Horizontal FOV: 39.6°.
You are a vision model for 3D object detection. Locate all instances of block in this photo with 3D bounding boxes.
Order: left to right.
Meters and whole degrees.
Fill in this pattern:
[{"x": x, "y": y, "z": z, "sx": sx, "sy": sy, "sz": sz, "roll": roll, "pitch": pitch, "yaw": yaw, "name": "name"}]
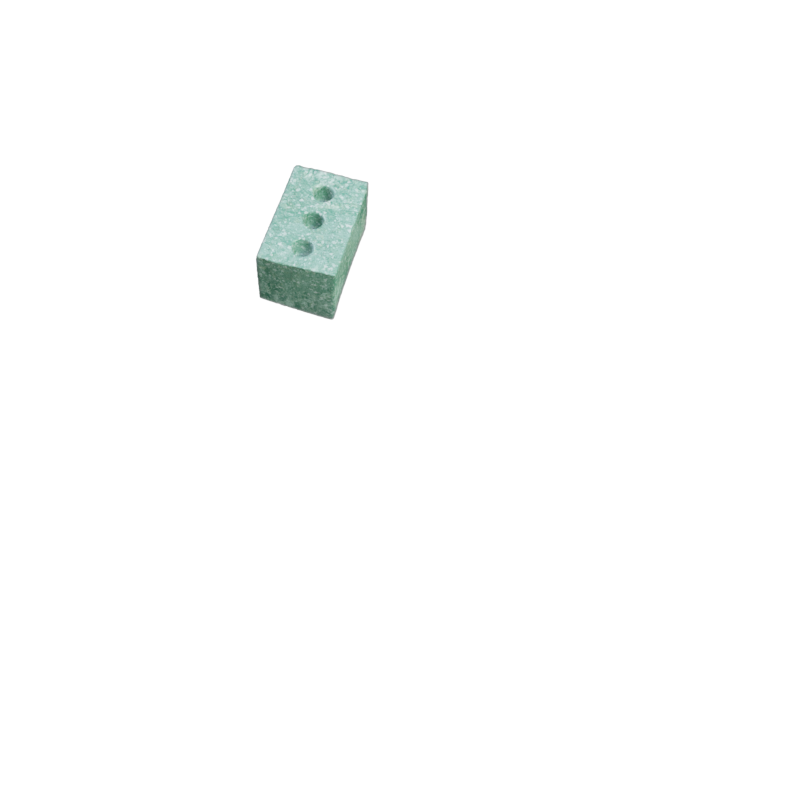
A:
[{"x": -0.056, "y": -0.103, "z": 0.719, "sx": 0.053, "sy": 0.082, "sz": 0.048, "roll": 14, "pitch": -30, "yaw": 6, "name": "block"}]
